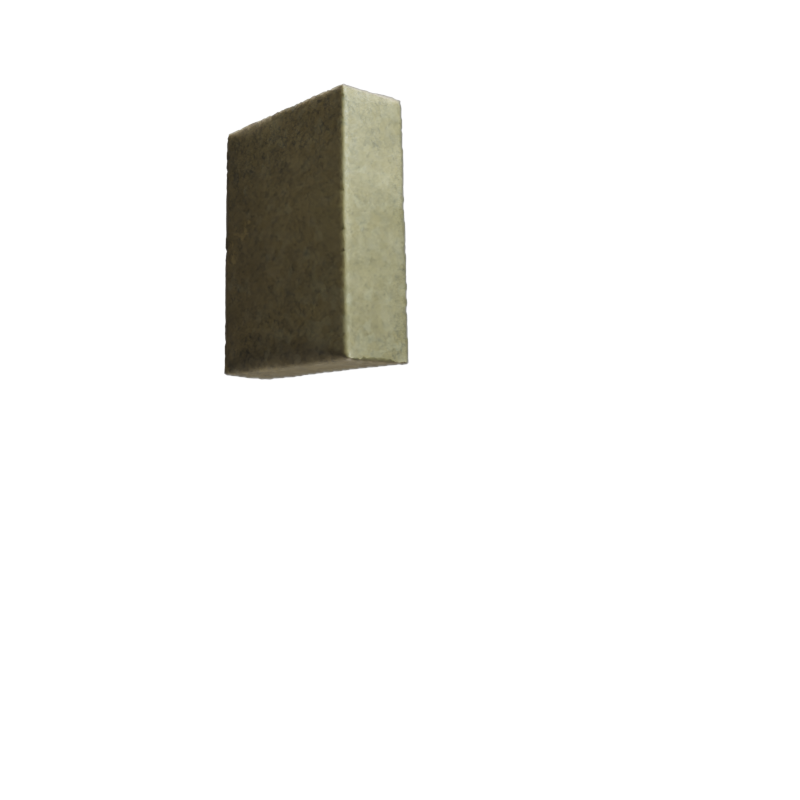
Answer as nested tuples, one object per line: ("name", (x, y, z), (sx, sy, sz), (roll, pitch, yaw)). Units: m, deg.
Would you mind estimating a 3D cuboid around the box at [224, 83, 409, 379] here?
("box", (-0.071, -0.129, 0.905), (0.068, 0.220, 0.168), (9, -13, -40))
